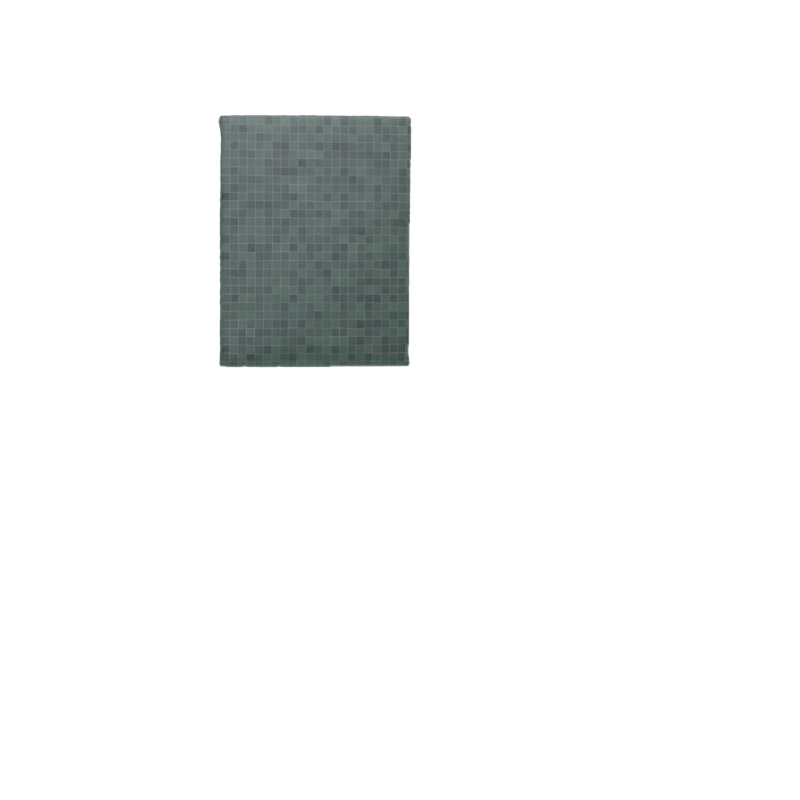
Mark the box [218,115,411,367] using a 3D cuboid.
[{"bbox_3d":[-0.075,-0.138,0.964,0.163,0.213,0.072,0,1,-5],"label":"box"}]
